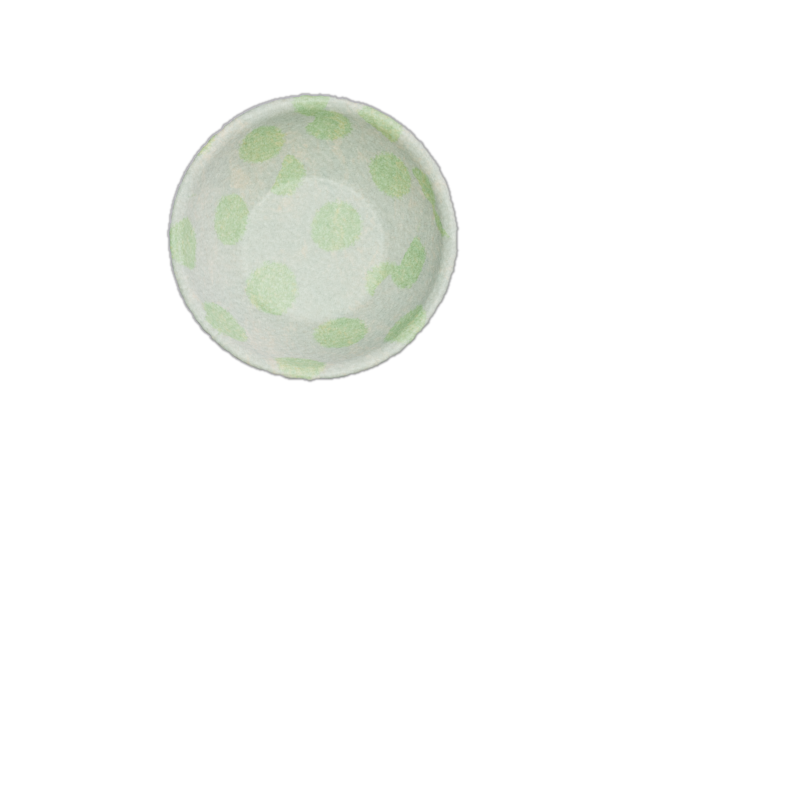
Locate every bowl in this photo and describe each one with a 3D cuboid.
[{"bbox_3d":[-0.050,-0.092,0.642,0.162,0.166,0.054,0,-8,0],"label":"bowl"}]
